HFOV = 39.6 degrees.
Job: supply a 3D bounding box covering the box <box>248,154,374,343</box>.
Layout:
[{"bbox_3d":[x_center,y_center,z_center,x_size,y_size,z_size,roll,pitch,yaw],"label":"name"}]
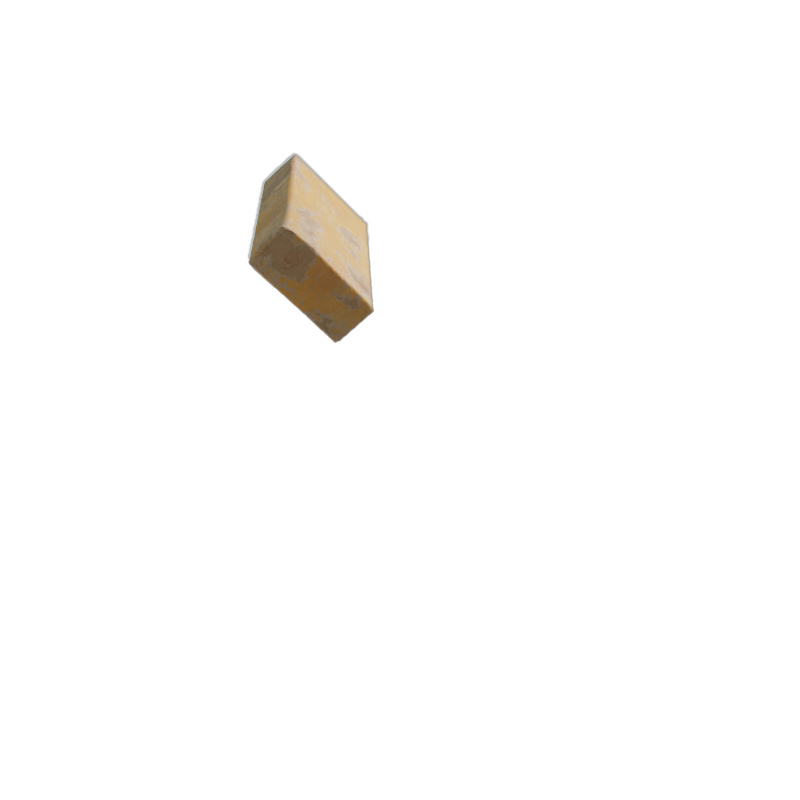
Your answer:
[{"bbox_3d":[-0.068,-0.124,0.867,0.089,0.048,0.186,42,16,-20],"label":"box"}]
